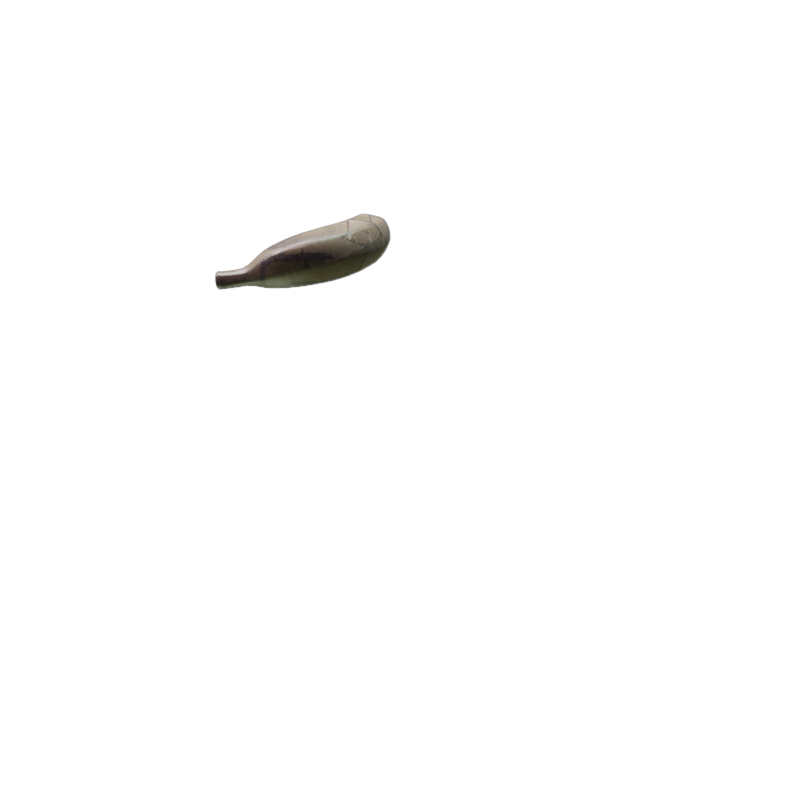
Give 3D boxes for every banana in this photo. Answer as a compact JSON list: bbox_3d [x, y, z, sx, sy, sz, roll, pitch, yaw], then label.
[{"bbox_3d":[-0.049,-0.111,0.795,0.072,0.035,0.196,9,20,28],"label":"banana"}]
